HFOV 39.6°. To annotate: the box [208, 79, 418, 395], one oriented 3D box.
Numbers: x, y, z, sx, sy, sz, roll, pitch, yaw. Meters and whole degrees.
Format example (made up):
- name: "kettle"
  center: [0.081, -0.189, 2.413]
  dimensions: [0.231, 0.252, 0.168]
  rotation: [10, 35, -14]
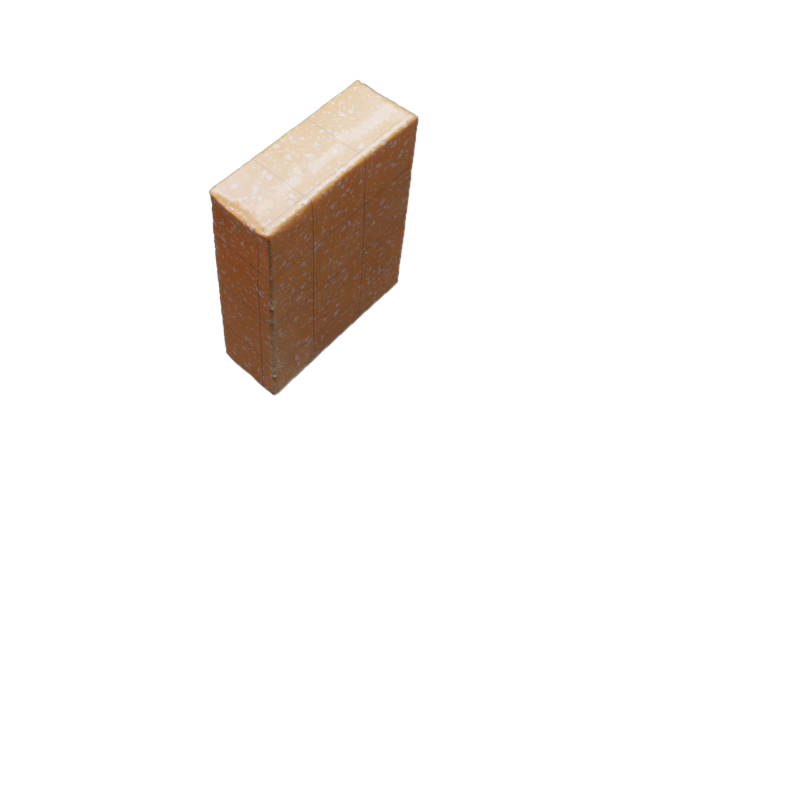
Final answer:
- name: "box"
  center: [-0.070, -0.127, 0.888]
  dimensions: [0.076, 0.167, 0.200]
  rotation: [36, -29, 19]
